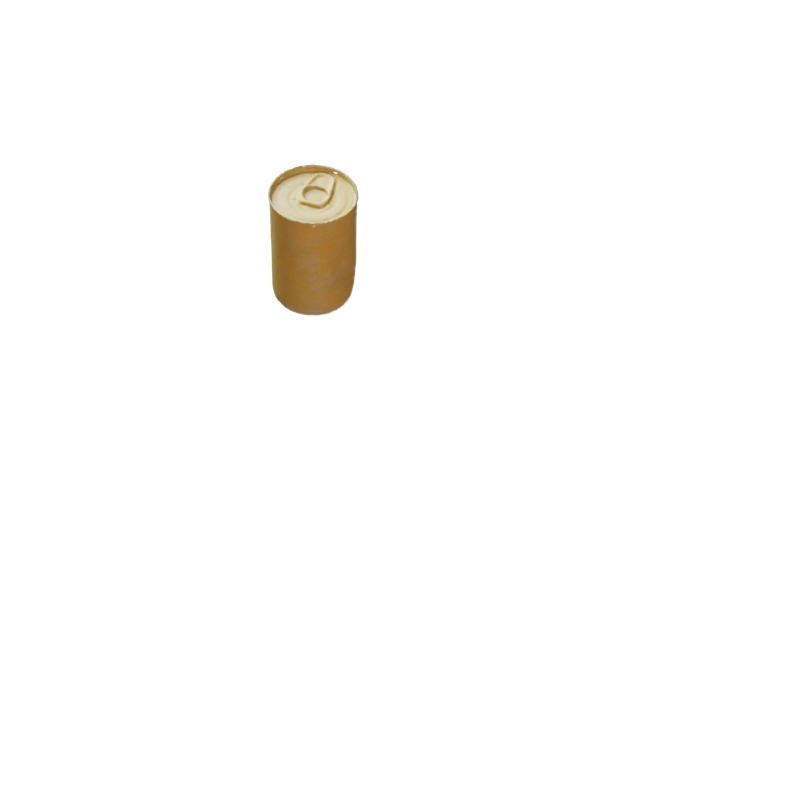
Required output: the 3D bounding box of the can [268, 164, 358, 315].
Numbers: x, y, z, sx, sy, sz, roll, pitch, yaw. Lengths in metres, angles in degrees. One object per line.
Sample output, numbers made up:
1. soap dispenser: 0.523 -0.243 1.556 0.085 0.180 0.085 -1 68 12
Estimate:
1. can: -0.068 -0.124 0.868 0.068 0.074 0.095 0 -42 -3
